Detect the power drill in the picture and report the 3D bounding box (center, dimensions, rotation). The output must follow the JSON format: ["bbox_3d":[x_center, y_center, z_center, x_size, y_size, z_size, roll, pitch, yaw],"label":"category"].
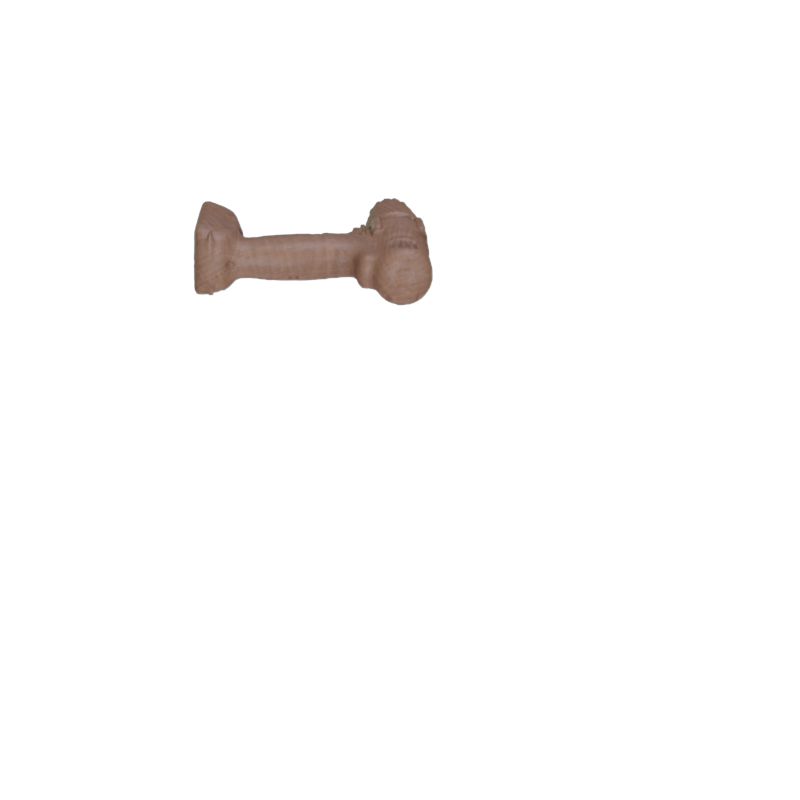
[{"bbox_3d":[-0.071,-0.129,0.901,0.187,0.055,0.193,-1,22,-2],"label":"power drill"}]
